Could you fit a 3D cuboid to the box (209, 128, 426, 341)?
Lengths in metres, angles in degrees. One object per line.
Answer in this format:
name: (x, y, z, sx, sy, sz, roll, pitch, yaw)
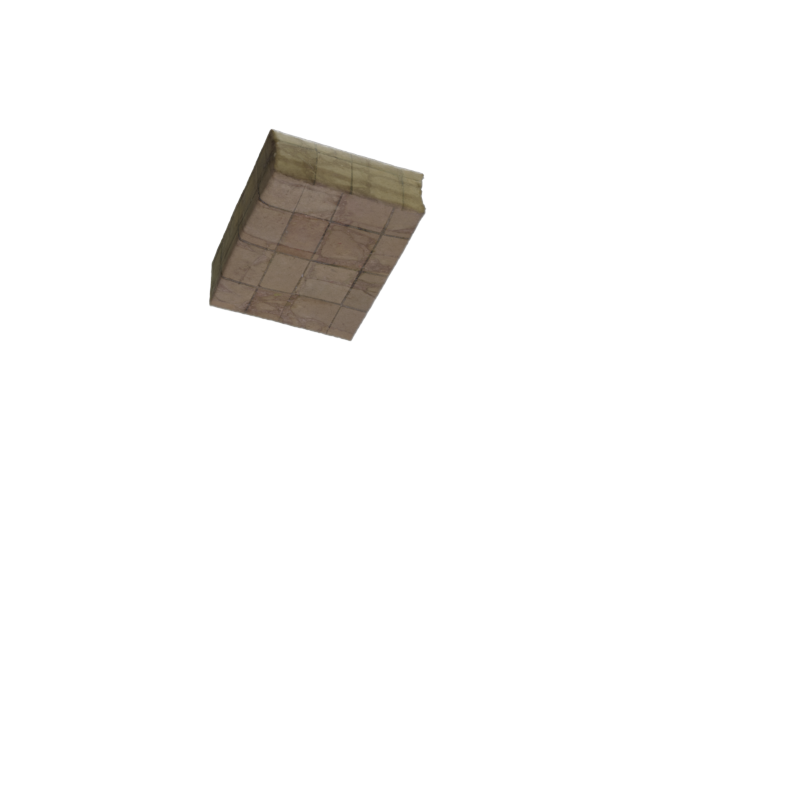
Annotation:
box: (-0.049, -0.088, 0.618, 0.087, 0.042, 0.109, 15, -42, -18)
